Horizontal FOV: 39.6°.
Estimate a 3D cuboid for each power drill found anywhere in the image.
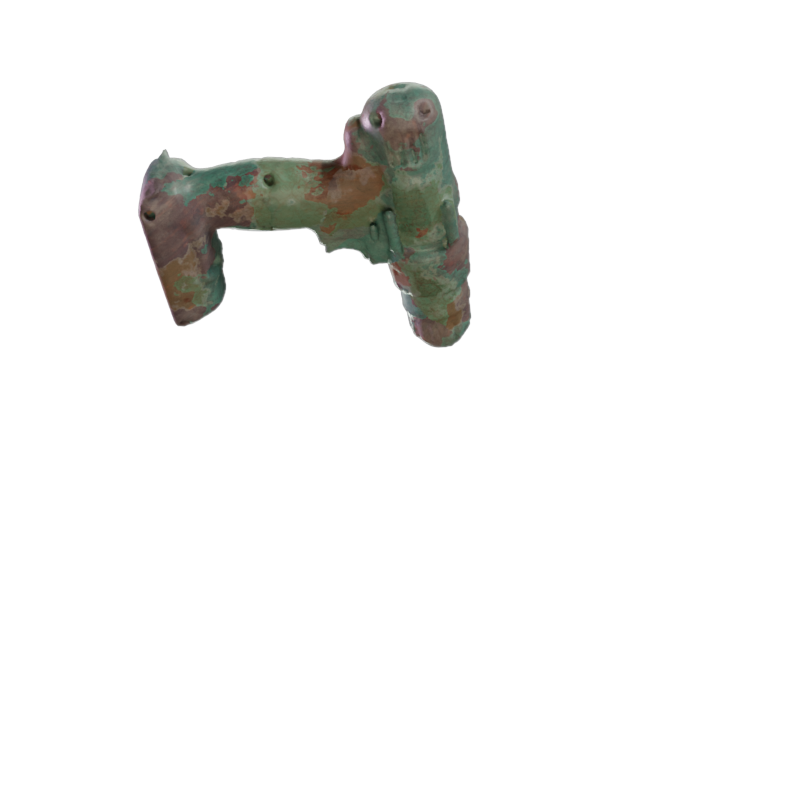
[{"bbox_3d":[-0.053,-0.097,0.676,0.188,0.171,0.061,-8,36,6],"label":"power drill"}]
